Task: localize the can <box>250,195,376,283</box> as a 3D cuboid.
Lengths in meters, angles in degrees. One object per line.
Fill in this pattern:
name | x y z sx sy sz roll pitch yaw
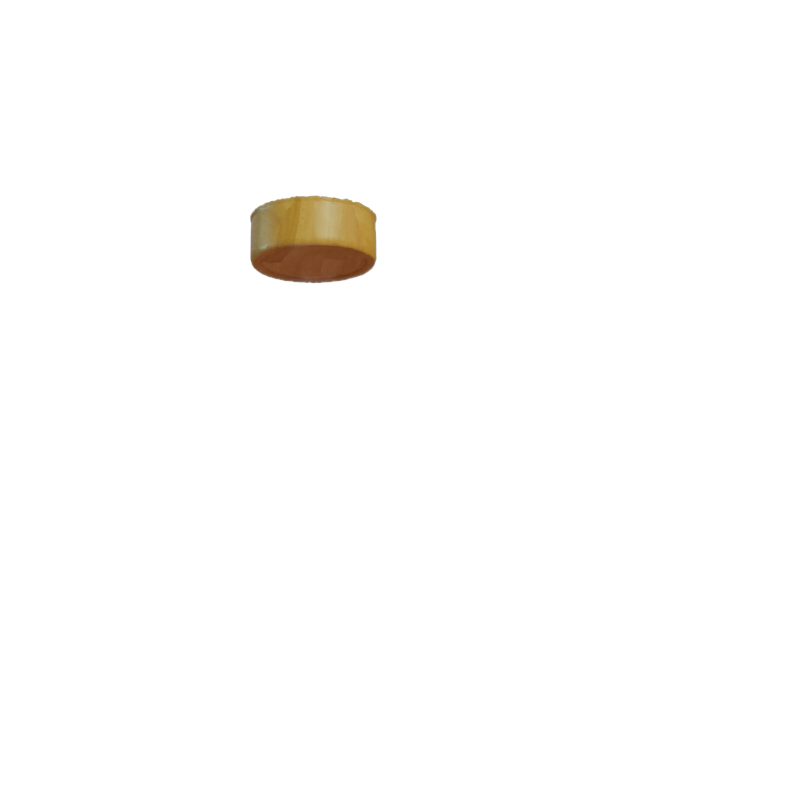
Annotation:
can | -0.058 -0.106 0.745 0.086 0.035 0.083 0 -13 -2
